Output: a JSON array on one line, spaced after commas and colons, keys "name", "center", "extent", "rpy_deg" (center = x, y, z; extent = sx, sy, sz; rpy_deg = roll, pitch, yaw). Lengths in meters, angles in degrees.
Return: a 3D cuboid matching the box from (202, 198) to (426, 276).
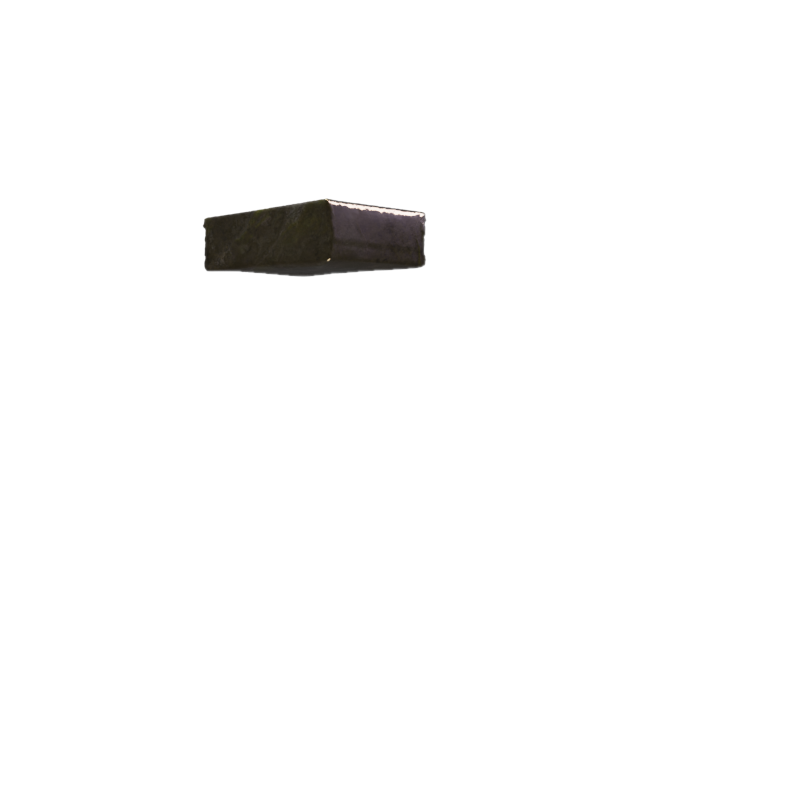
[{"name": "box", "center": [-0.054, -0.099, 0.693], "extent": [0.118, 0.039, 0.086], "rpy_deg": [3, 4, 43]}]
